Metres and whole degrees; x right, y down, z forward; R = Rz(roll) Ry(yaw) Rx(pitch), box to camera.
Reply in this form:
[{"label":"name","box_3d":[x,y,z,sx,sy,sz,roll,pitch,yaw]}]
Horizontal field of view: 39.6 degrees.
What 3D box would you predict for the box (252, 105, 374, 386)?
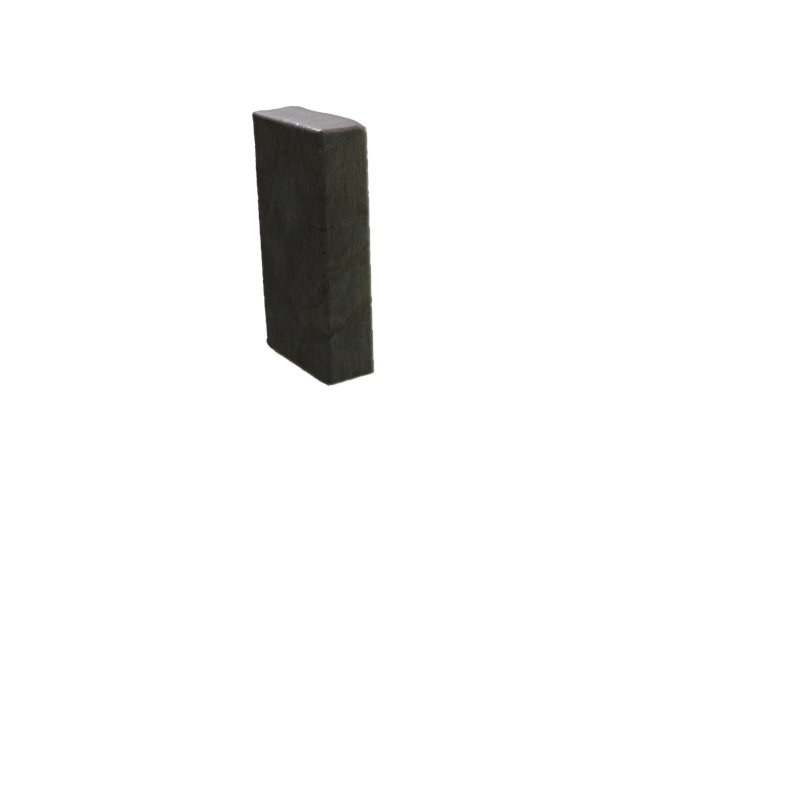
[{"label":"box","box_3d":[-0.060,-0.109,0.767,0.047,0.169,0.099,-10,22,-32]}]
